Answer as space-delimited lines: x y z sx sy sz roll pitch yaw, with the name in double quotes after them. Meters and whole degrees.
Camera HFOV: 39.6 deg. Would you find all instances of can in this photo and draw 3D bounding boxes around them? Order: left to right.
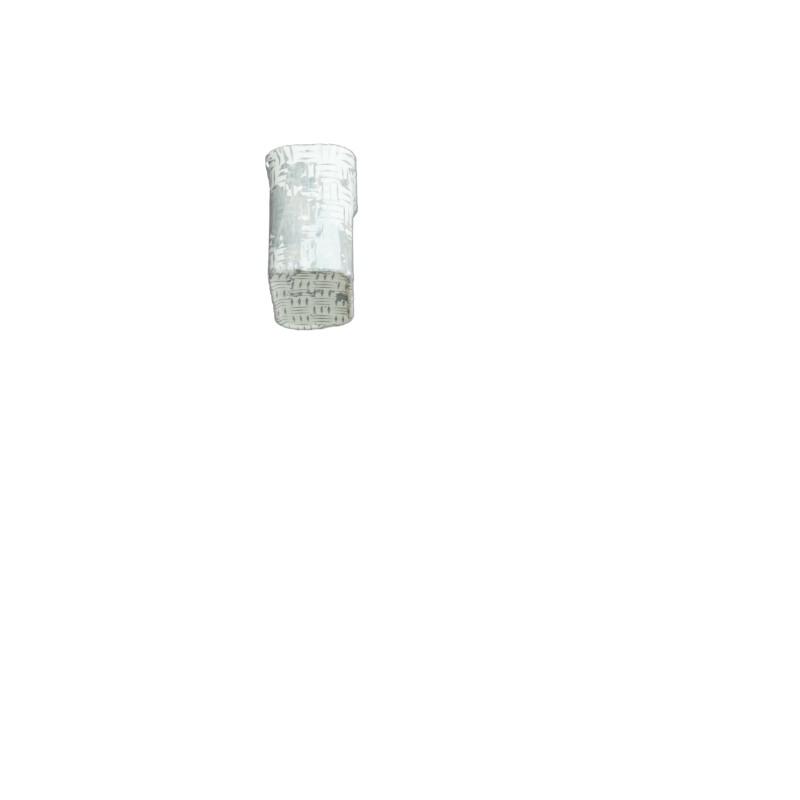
-0.055 -0.100 0.702 0.057 0.088 0.097 -1 -21 -1 "can"
